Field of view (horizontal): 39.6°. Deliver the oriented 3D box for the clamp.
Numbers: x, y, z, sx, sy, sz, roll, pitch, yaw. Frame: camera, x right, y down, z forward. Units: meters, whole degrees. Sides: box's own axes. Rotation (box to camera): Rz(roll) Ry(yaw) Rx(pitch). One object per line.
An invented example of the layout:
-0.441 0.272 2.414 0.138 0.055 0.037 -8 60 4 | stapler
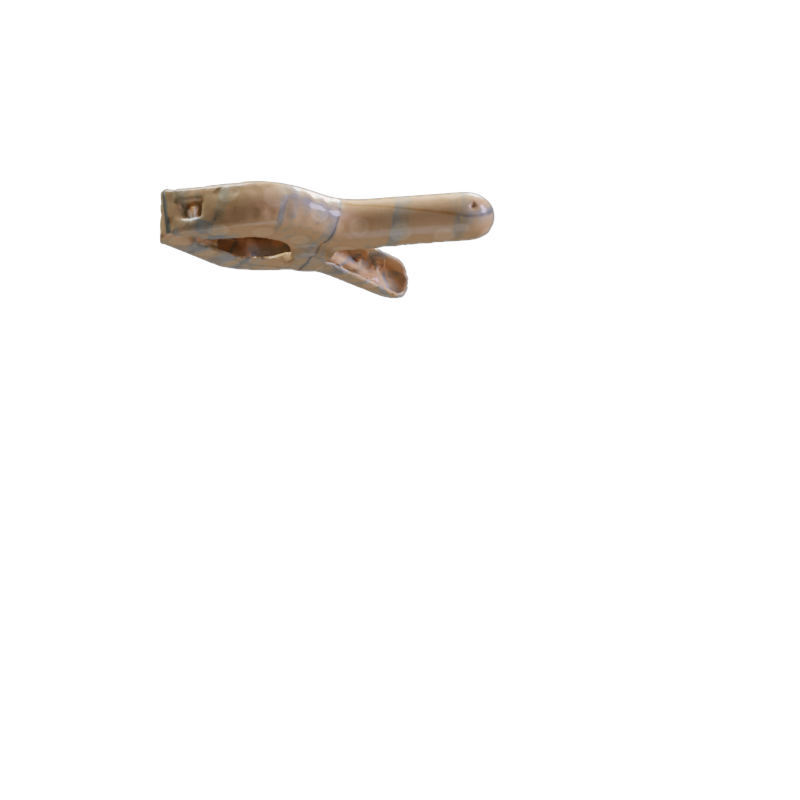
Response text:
-0.048 -0.087 0.607 0.168 0.041 0.116 5 -23 -12 | clamp
